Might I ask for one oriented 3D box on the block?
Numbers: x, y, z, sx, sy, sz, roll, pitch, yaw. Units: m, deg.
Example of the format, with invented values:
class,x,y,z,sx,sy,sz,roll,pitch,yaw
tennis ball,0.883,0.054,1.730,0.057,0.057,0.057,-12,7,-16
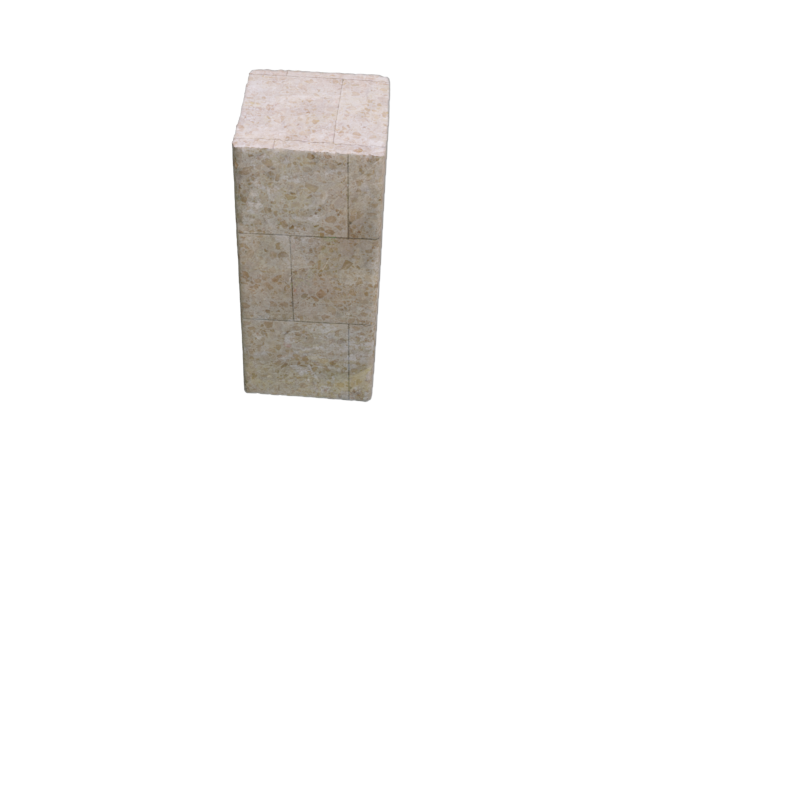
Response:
class,x,y,z,sx,sy,sz,roll,pitch,yaw
block,-0.057,-0.105,0.729,0.091,0.192,0.096,4,43,1
